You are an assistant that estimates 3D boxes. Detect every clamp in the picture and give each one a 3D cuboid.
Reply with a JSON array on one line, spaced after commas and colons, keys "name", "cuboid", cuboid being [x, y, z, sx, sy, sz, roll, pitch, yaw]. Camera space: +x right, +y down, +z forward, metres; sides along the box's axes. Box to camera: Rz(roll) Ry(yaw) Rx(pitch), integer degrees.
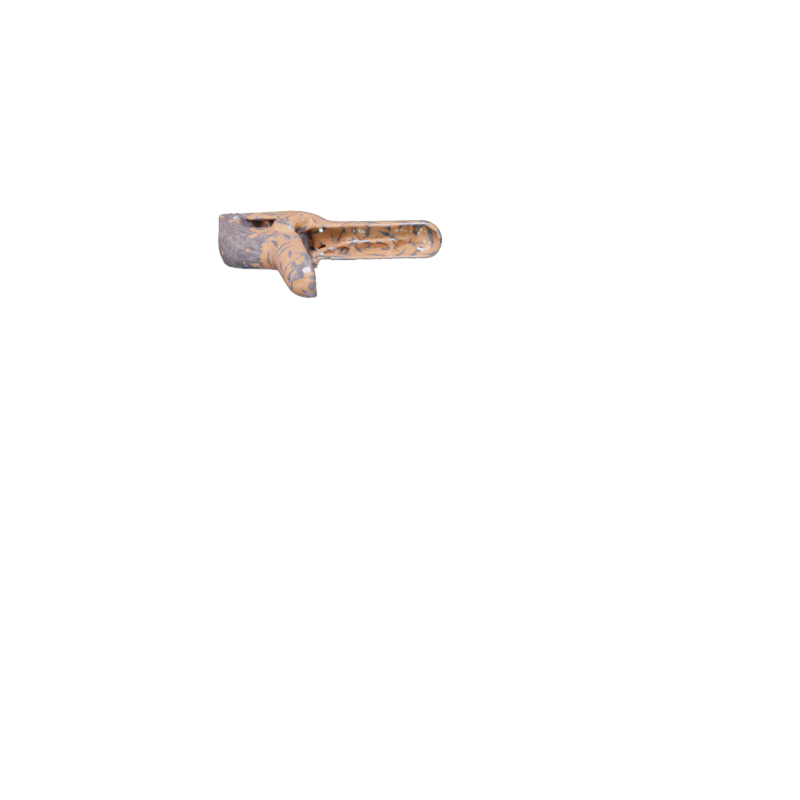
[{"name": "clamp", "cuboid": [-0.059, -0.107, 0.747, 0.117, 0.038, 0.182, -12, 23, -31]}]
